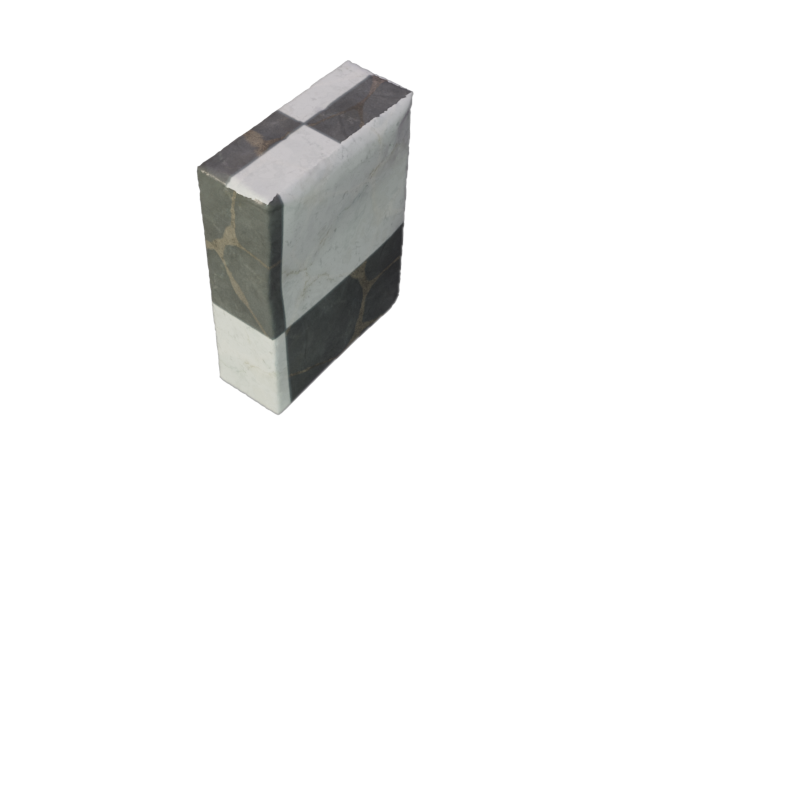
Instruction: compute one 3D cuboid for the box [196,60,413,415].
[{"bbox_3d":[-0.065,-0.118,0.825,0.076,0.199,0.167,29,52,21],"label":"box"}]
